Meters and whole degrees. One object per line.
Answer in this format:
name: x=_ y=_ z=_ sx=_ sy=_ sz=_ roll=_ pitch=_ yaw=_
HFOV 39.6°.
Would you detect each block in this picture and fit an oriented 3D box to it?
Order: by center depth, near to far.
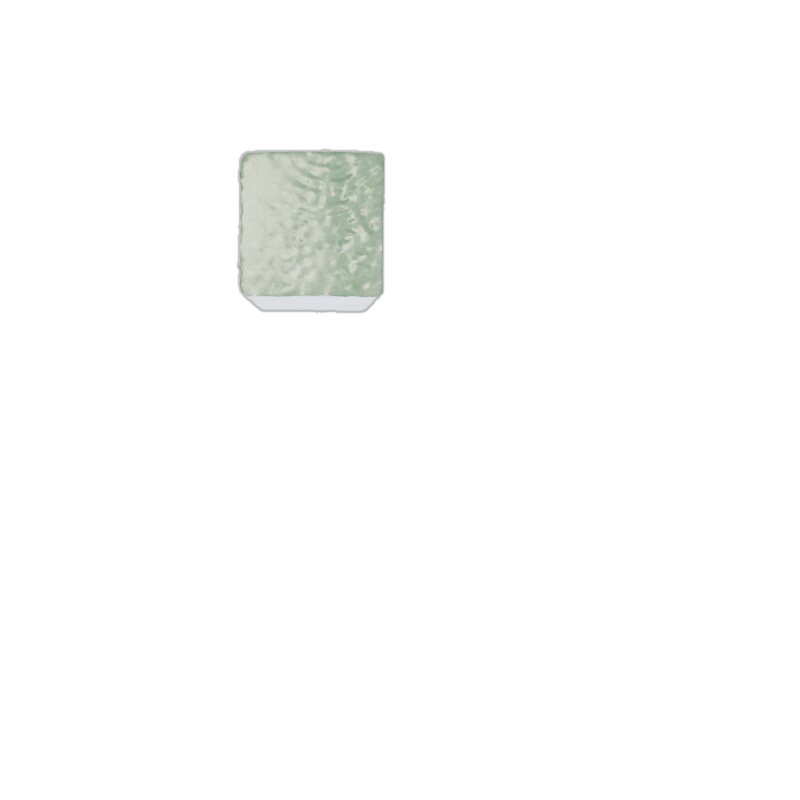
block: x=-0.061 y=-0.111 z=0.774 sx=0.090 sy=0.091 sz=0.206 roll=0 pitch=1 yaw=-4
